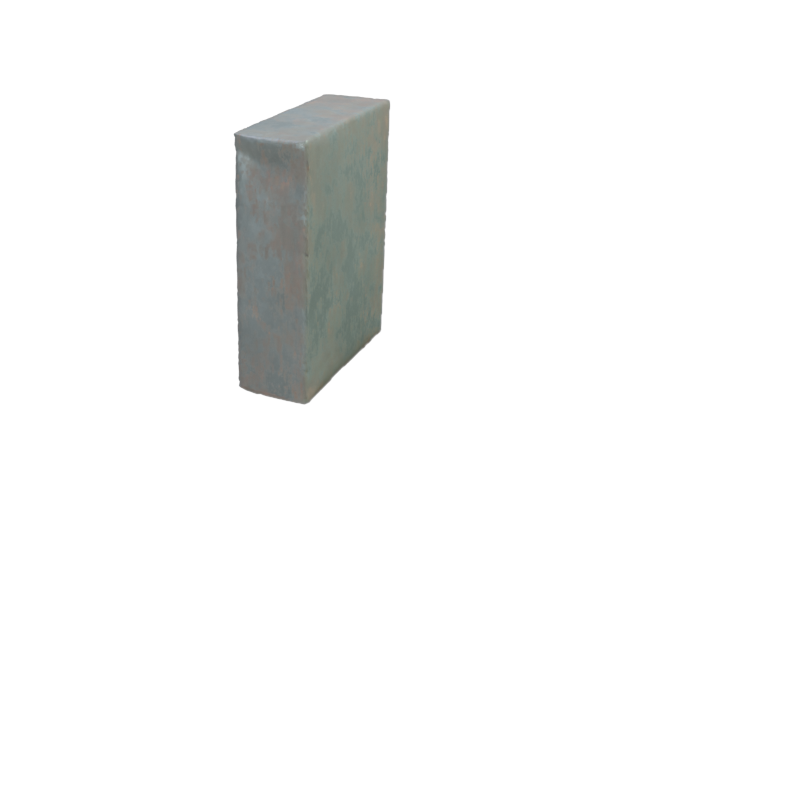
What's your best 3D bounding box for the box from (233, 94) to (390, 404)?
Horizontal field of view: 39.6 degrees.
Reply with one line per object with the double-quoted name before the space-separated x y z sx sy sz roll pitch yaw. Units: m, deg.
"box" -0.071 -0.129 0.906 0.074 0.204 0.166 9 23 19
